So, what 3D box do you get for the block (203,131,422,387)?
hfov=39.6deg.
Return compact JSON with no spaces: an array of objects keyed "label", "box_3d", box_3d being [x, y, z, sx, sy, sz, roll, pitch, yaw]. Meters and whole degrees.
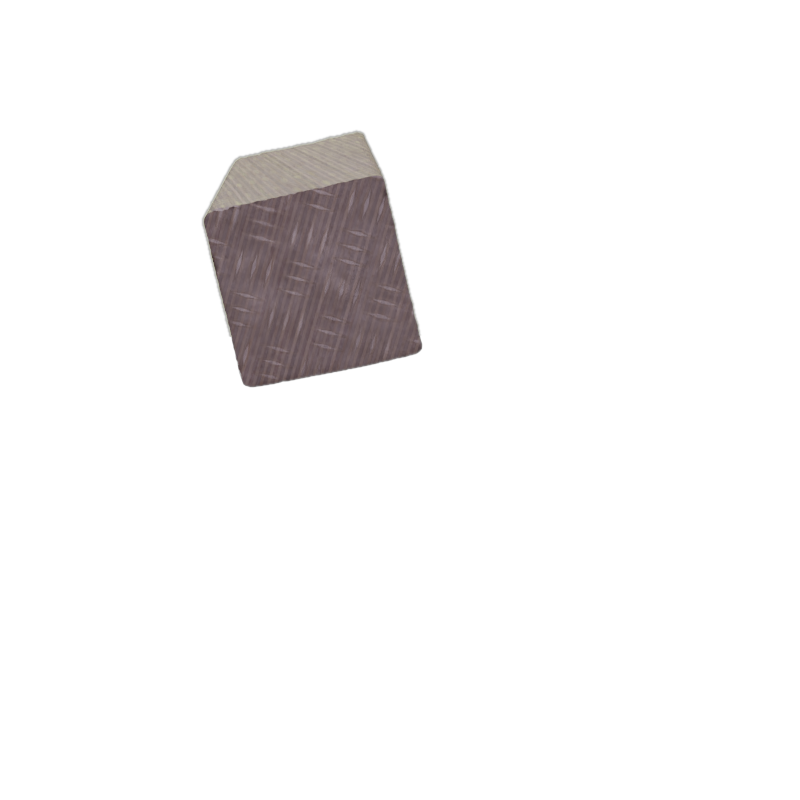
[{"label":"block","box_3d":[-0.049,-0.088,0.622,0.090,0.087,0.214,-12,18,0]}]
